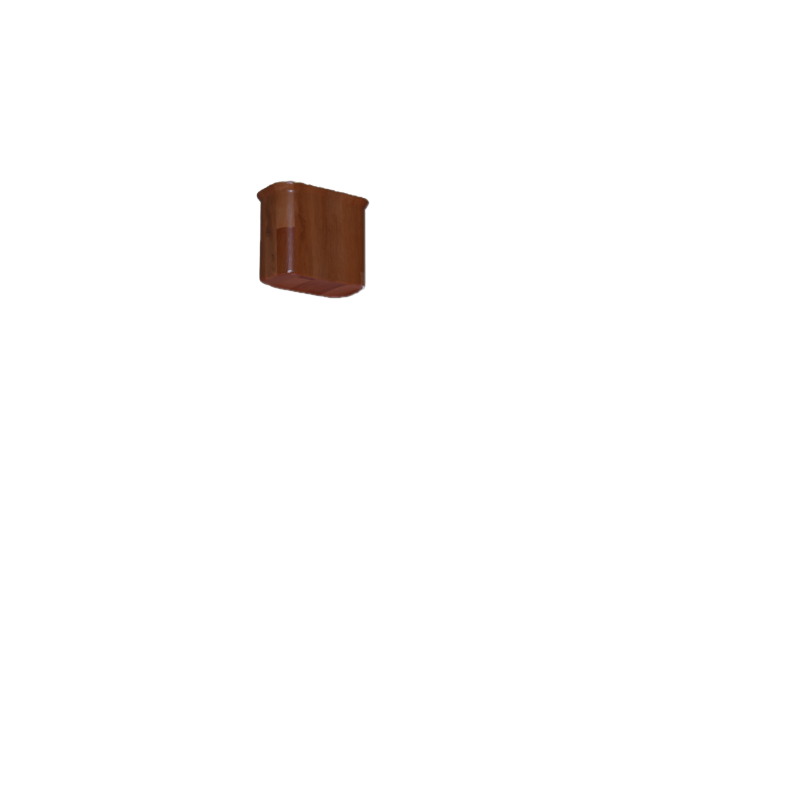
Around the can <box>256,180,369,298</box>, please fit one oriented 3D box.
[{"bbox_3d":[-0.078,-0.142,0.992,0.097,0.087,0.058,9,-17,-35],"label":"can"}]
